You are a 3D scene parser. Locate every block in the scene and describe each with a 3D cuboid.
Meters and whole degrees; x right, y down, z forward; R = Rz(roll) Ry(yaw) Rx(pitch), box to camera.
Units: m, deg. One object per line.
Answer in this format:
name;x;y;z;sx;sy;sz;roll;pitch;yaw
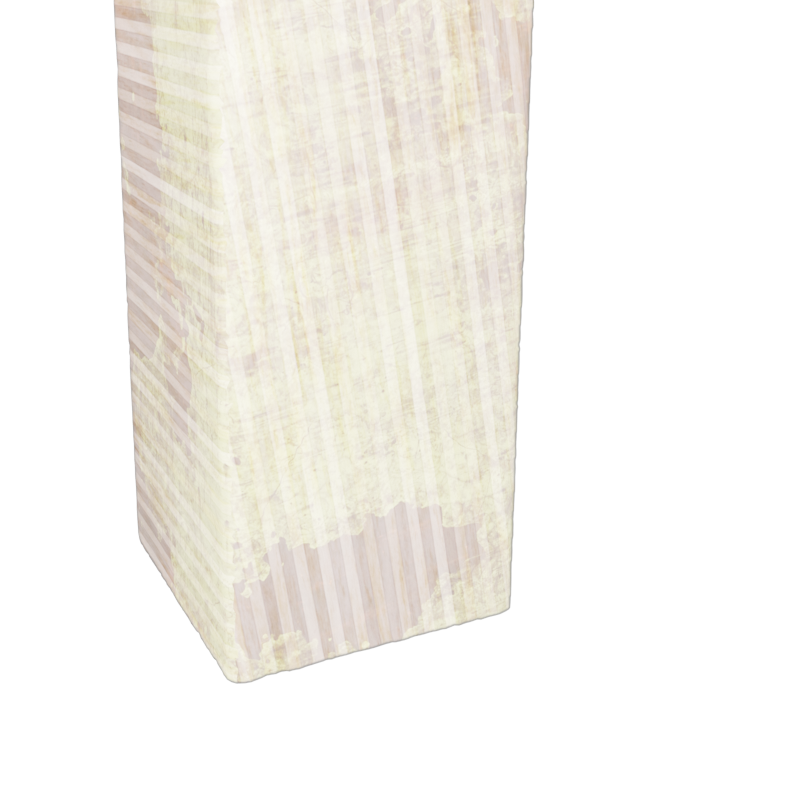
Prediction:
block;-0.025;-0.045;0.316;0.088;0.199;0.096;-7;17;-26
